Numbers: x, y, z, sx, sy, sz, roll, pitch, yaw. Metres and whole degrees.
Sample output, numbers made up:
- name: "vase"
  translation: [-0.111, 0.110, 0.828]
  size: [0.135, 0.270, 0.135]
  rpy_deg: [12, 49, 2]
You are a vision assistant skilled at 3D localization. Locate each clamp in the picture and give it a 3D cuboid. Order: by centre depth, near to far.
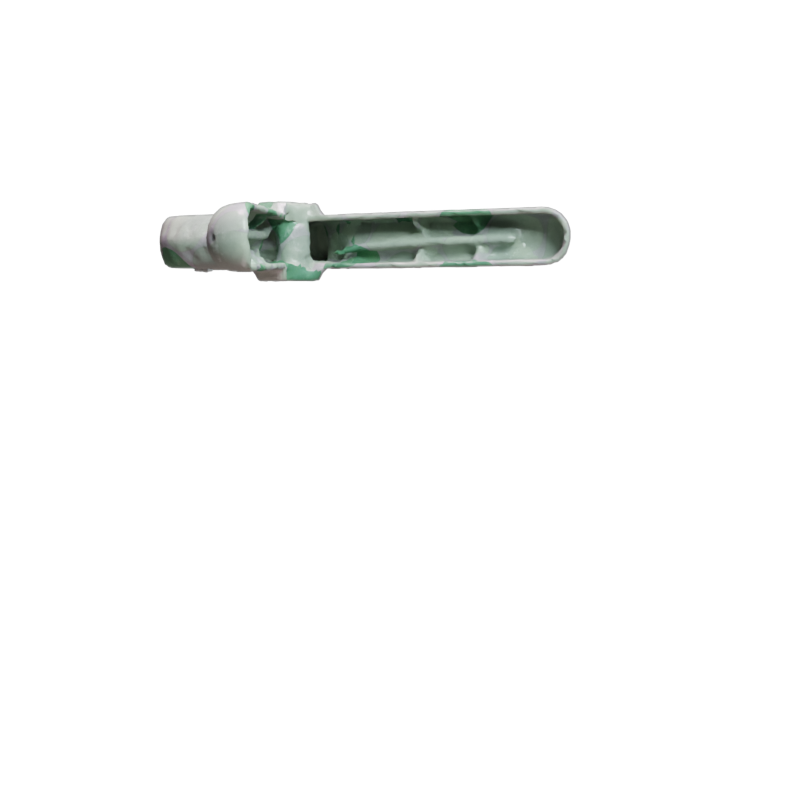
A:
- name: "clamp"
  translation: [-0.040, -0.072, 0.507]
  size: [0.160, 0.036, 0.218]
  rpy_deg: [-3, 7, -27]
